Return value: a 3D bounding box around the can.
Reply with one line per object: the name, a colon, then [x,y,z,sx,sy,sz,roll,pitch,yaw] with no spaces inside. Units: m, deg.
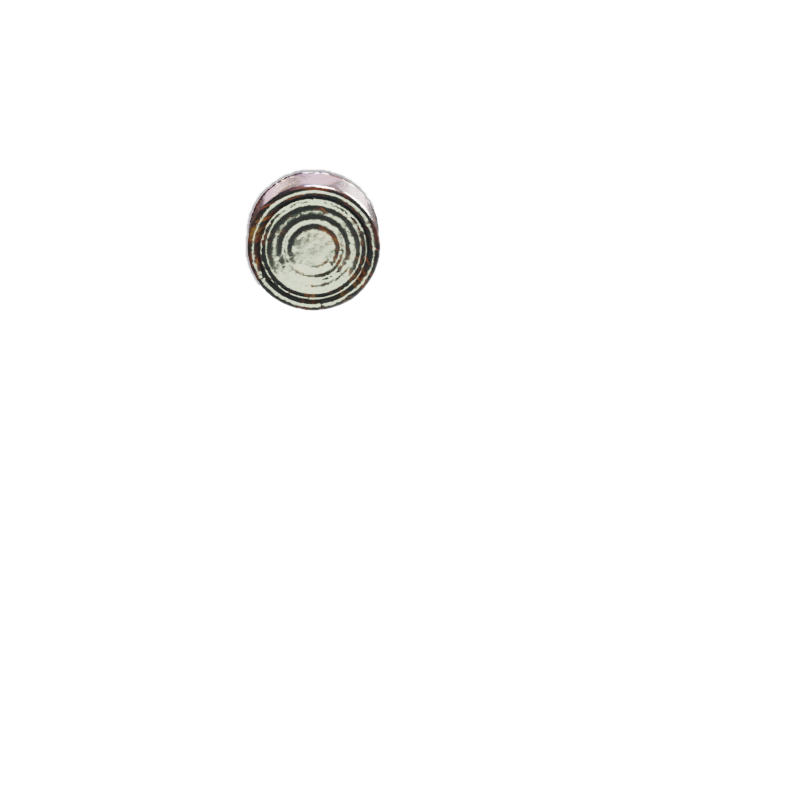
can: [-0.056,-0.102,0.713,0.086,0.082,0.035,0,22,-1]
